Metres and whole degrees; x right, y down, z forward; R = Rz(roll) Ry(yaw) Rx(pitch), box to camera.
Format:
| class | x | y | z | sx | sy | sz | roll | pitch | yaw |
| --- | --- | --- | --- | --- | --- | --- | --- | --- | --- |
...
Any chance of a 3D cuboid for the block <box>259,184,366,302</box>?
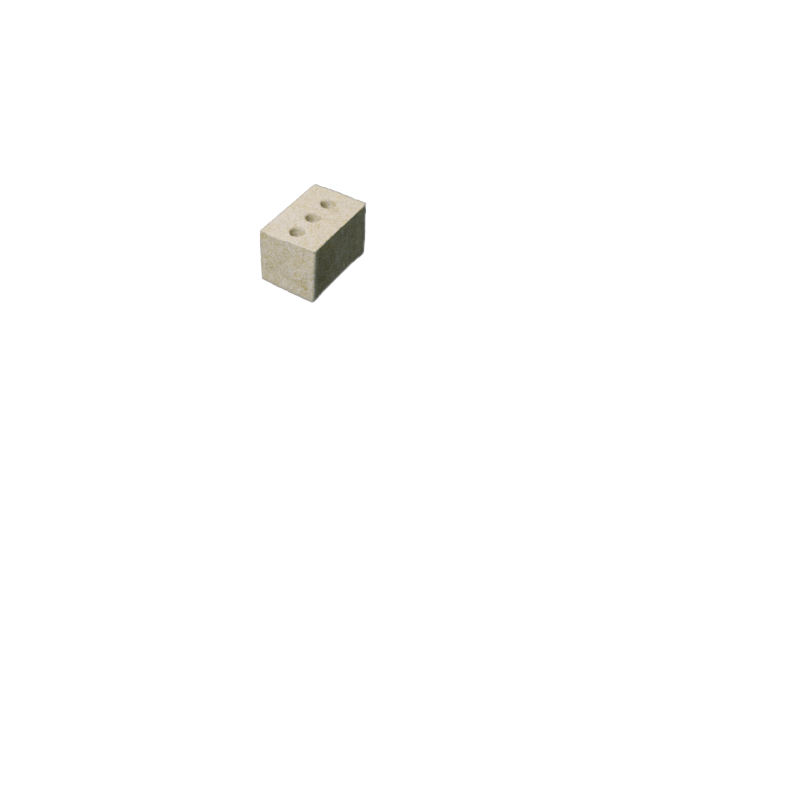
| class | x | y | z | sx | sy | sz | roll | pitch | yaw |
| --- | --- | --- | --- | --- | --- | --- | --- | --- | --- |
| block | -0.069 | -0.126 | 0.886 | 0.055 | 0.048 | 0.080 | 23 | 47 | 21 |
